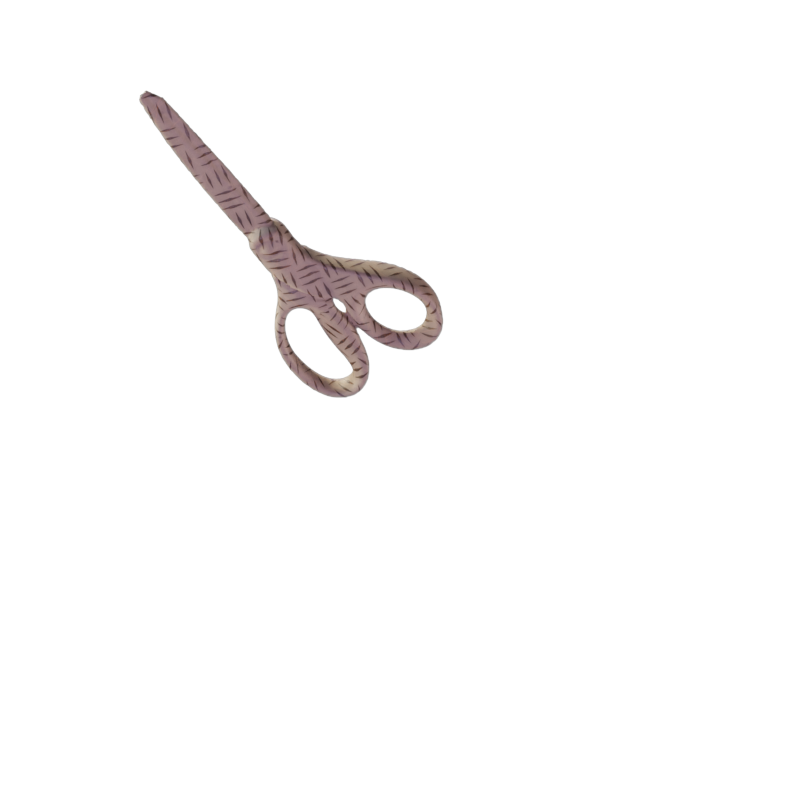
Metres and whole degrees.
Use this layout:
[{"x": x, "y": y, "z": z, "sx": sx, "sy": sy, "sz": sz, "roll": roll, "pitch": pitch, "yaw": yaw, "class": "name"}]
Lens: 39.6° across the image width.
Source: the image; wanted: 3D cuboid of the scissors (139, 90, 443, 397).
[{"x": -0.042, "y": -0.076, "z": 0.534, "sx": 0.097, "sy": 0.187, "sz": 0.017, "roll": -13, "pitch": 40, "yaw": 11, "class": "scissors"}]
